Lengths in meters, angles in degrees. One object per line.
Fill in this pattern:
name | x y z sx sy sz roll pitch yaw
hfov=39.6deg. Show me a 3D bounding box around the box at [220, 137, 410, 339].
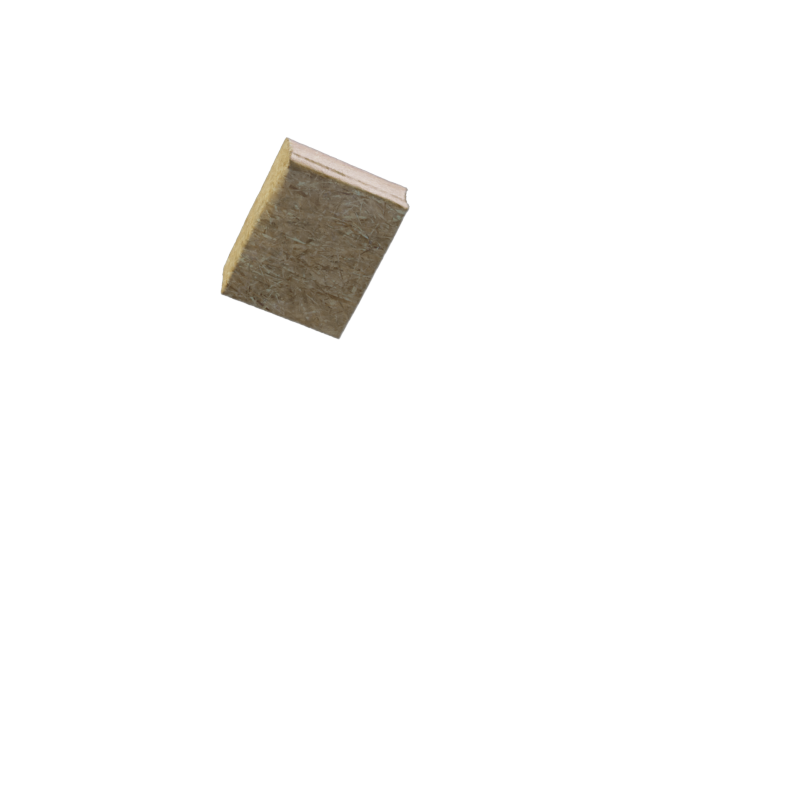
box | -0.058 -0.105 0.737 0.087 0.109 0.041 22 29 -14
